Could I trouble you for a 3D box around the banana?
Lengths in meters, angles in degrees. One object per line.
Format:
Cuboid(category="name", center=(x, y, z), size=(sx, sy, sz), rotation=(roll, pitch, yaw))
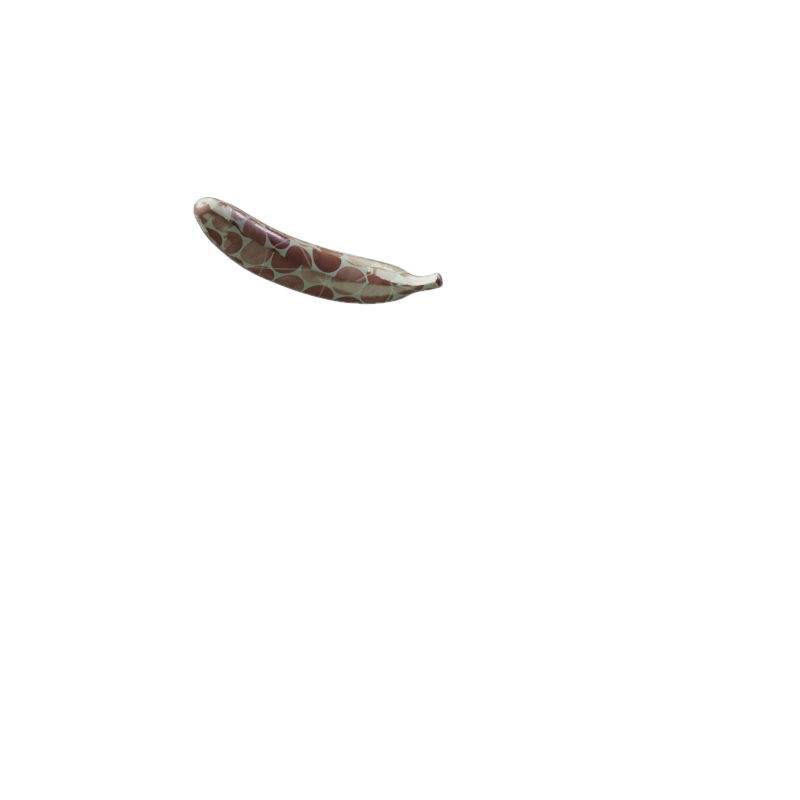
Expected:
Cuboid(category="banana", center=(-0.069, -0.107, 0.821), size=(0.190, 0.039, 0.068), rotation=(14, -33, -23))
